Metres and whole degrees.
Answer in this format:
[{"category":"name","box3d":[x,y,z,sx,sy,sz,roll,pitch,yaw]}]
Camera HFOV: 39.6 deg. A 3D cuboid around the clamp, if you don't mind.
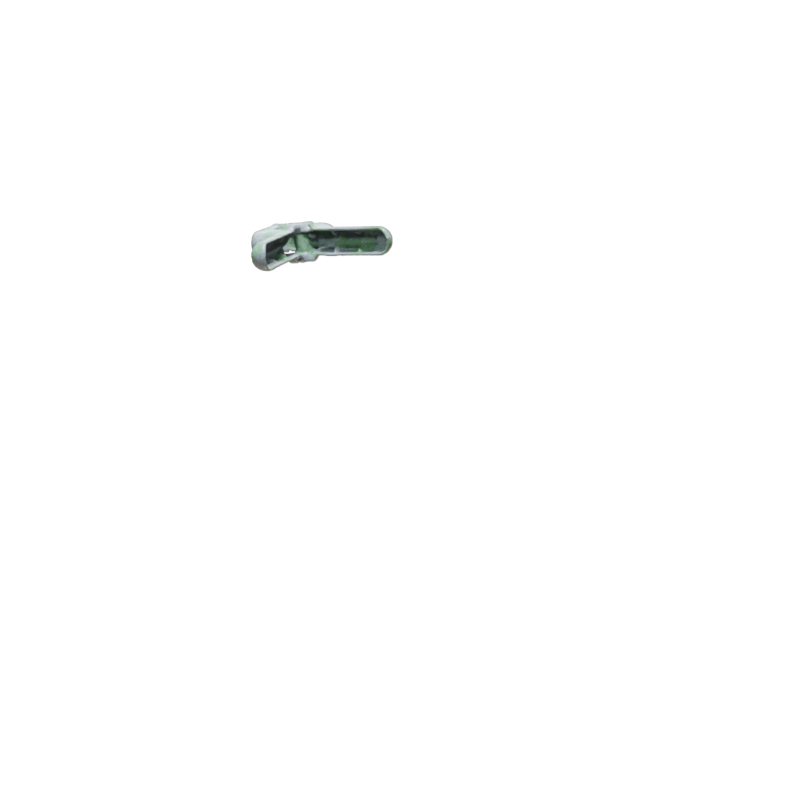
[{"category":"clamp","box3d":[-0.077,-0.141,0.985,0.119,0.038,0.178,-2,15,-10]}]
